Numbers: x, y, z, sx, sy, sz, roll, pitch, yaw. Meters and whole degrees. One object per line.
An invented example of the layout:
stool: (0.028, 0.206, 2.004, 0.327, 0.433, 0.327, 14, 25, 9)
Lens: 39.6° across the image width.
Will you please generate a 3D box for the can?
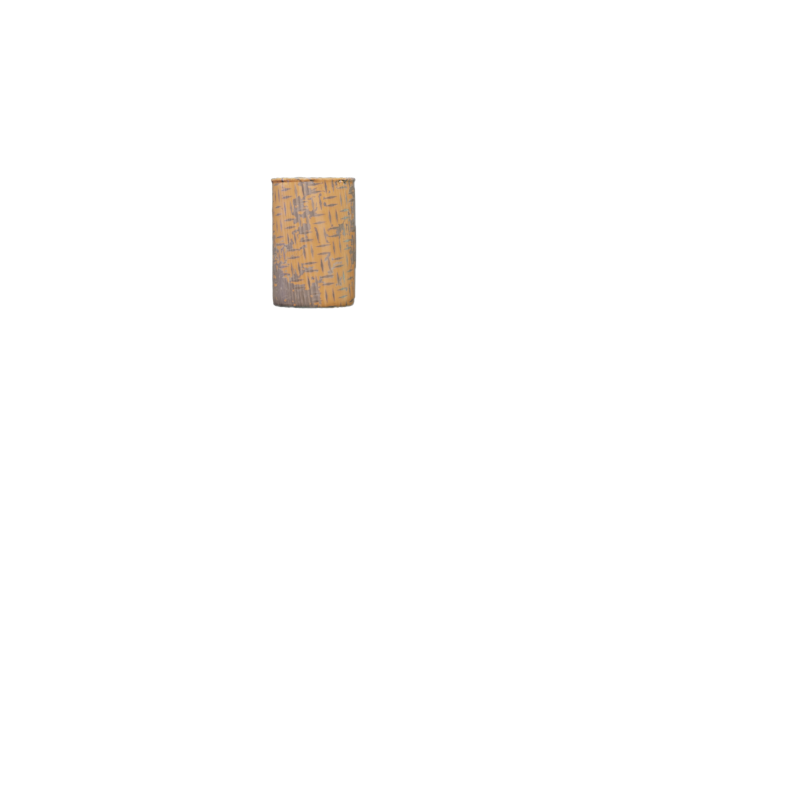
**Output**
can: (-0.070, -0.127, 0.889, 0.068, 0.102, 0.069, 0, 4, -2)
